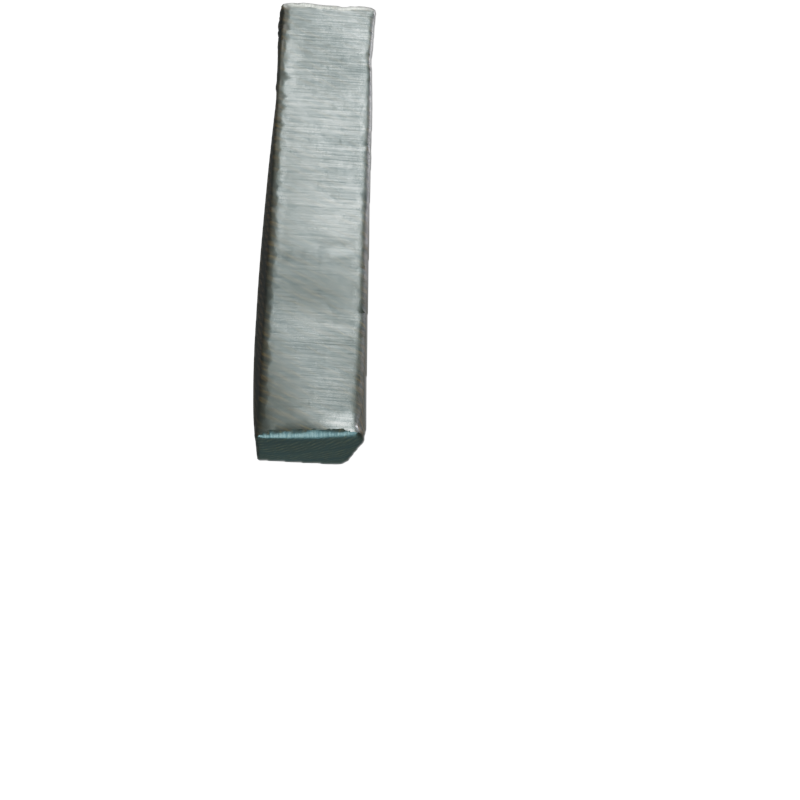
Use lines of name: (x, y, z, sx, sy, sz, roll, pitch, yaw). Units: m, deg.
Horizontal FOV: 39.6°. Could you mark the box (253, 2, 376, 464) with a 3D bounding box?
box: (-0.037, -0.067, 0.467, 0.048, 0.183, 0.091, 1, -15, -7)
